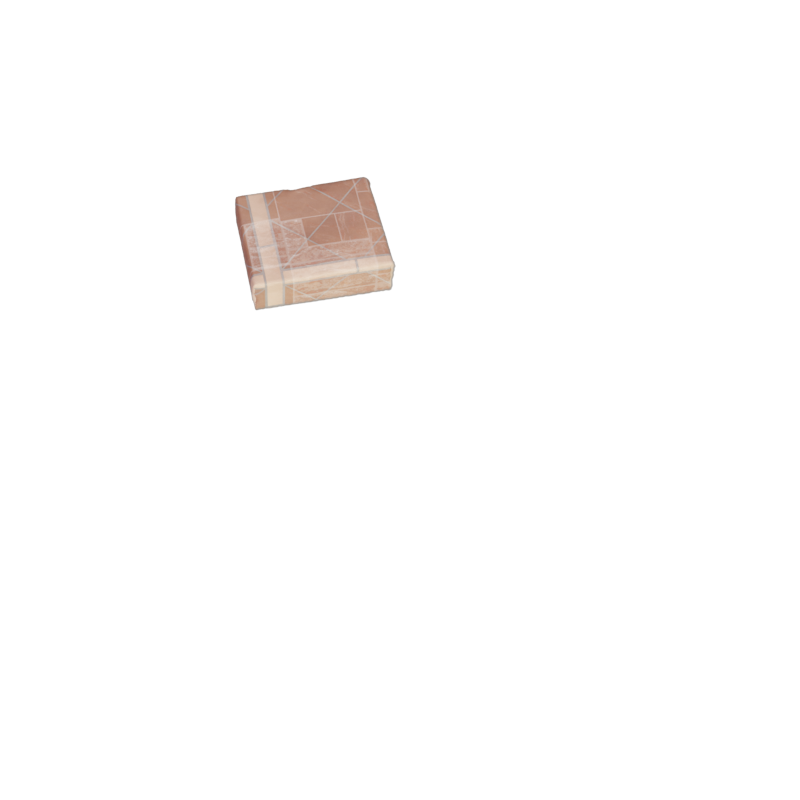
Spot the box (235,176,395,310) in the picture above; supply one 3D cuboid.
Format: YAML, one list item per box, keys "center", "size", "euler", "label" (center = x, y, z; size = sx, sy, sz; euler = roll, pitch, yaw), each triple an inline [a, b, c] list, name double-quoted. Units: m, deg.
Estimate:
- center: [-0.054, -0.099, 0.695]
  size: [0.089, 0.079, 0.028]
  euler: [-10, -35, -7]
  label: "box"
